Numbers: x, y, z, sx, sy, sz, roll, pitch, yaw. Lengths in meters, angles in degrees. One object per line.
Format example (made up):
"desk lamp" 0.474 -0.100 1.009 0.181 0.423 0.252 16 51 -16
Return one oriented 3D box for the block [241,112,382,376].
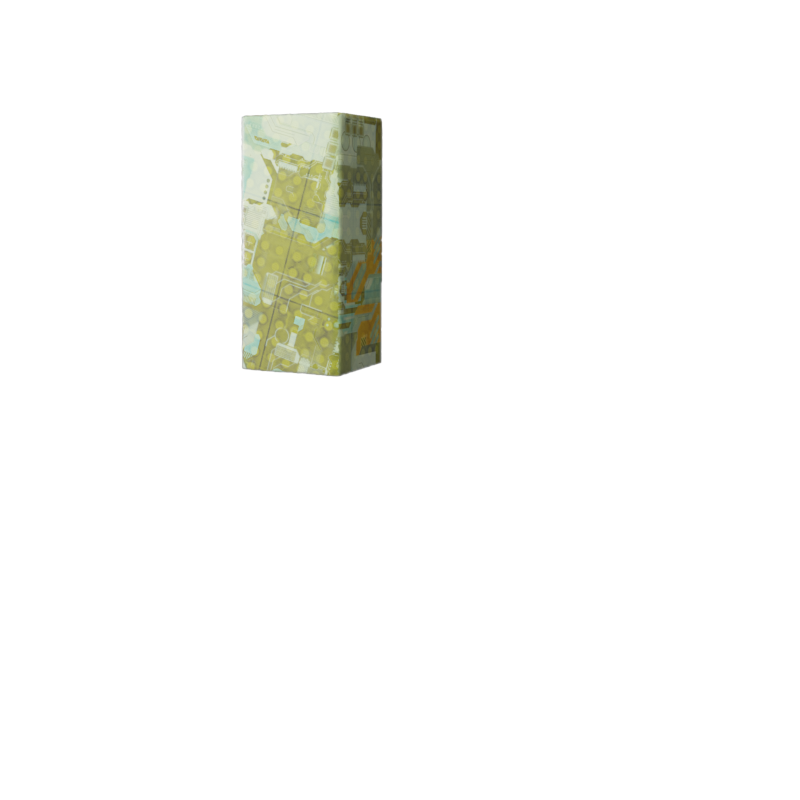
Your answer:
"block" -0.071 -0.131 0.915 0.093 0.205 0.088 2 4 25
